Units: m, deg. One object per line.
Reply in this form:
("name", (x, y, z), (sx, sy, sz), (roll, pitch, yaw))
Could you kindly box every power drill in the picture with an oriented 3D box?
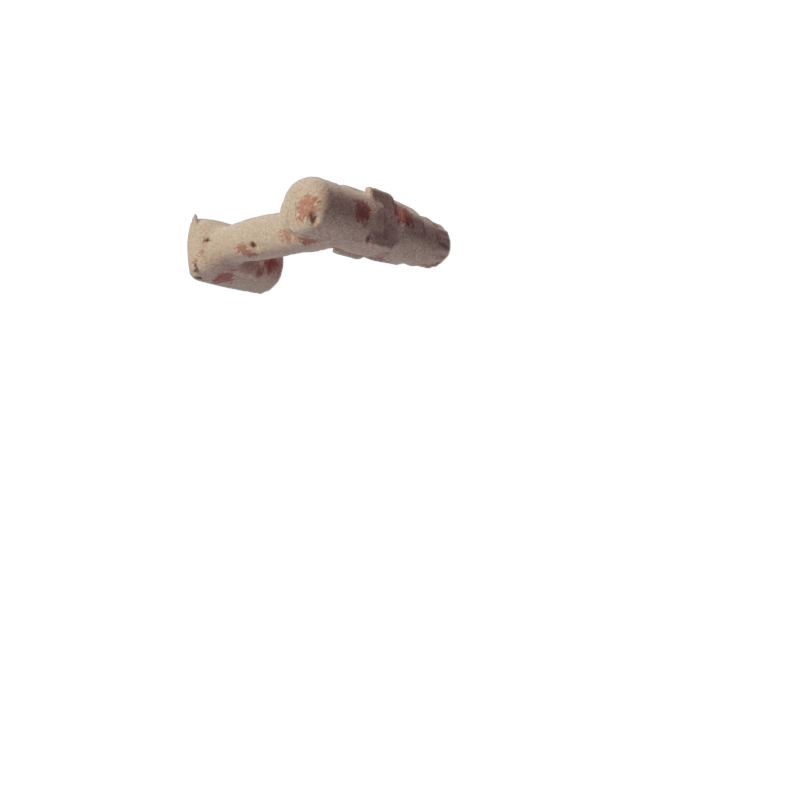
("power drill", (-0.074, -0.135, 0.943), (0.192, 0.059, 0.174), (-9, -15, 39))
